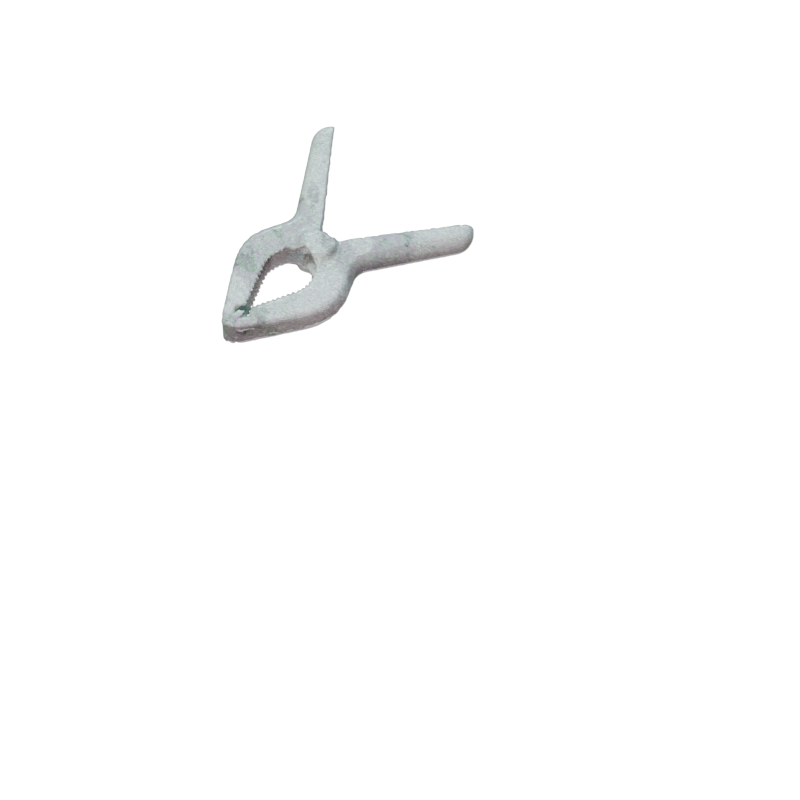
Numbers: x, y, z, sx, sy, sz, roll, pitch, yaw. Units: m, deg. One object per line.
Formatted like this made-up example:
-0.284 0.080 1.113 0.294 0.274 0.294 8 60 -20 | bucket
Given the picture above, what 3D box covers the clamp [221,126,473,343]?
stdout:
-0.069 -0.126 0.884 0.211 0.175 0.034 -37 -25 -21 | clamp
